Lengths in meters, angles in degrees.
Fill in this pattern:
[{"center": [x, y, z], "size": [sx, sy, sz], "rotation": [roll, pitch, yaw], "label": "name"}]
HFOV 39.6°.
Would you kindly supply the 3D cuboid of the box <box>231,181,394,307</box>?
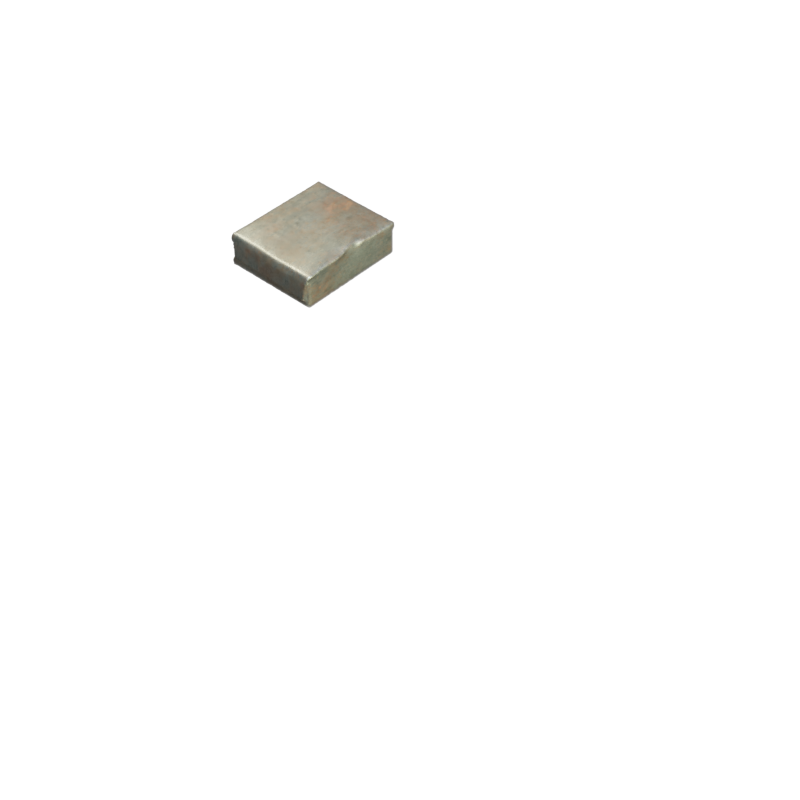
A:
[{"center": [-0.060, -0.109, 0.764], "size": [0.078, 0.028, 0.090], "rotation": [31, 50, 30], "label": "box"}]
